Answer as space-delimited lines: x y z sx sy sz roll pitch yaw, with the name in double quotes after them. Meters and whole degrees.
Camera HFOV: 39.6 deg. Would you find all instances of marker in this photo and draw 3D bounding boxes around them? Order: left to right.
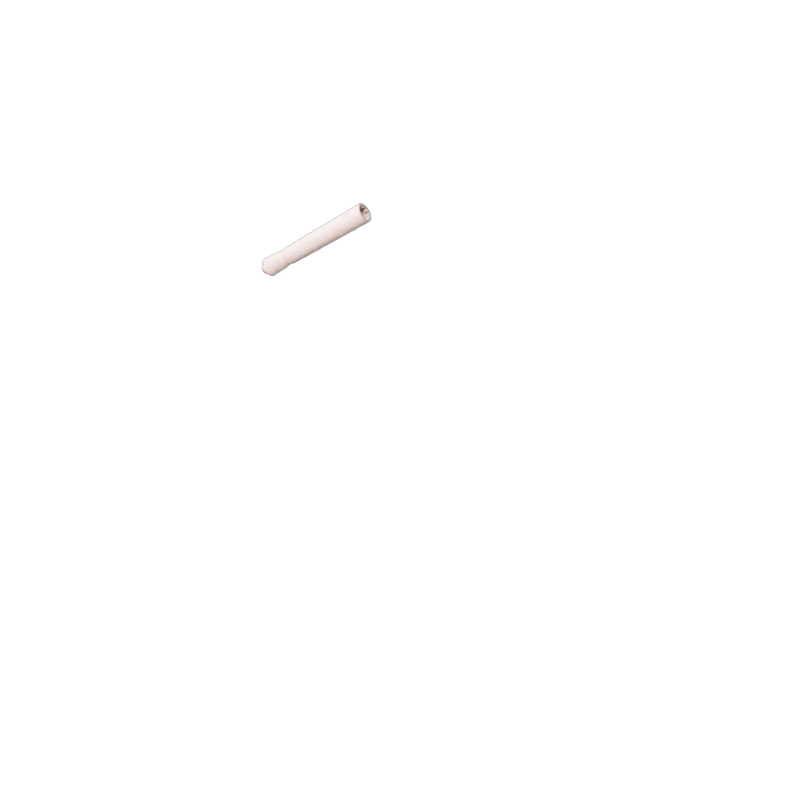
-0.078 -0.142 0.996 0.121 0.020 0.019 -25 -10 31 "marker"
